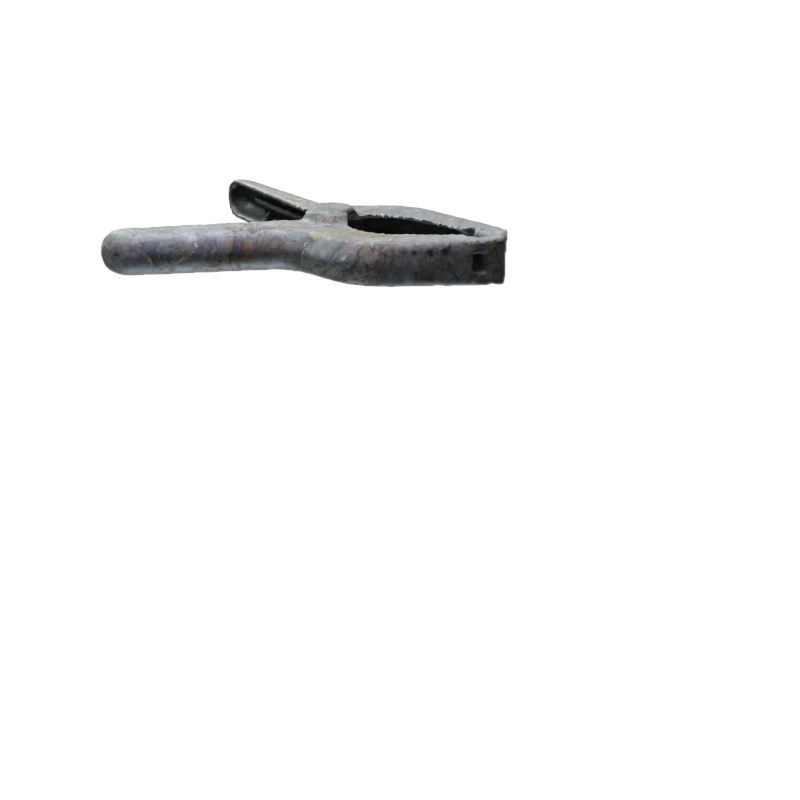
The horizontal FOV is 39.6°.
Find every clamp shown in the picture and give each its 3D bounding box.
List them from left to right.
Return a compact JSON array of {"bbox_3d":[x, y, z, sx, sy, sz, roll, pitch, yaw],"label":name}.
[{"bbox_3d":[-0.048,-0.088,0.618,0.219,0.035,0.165,12,25,25],"label":"clamp"}]
